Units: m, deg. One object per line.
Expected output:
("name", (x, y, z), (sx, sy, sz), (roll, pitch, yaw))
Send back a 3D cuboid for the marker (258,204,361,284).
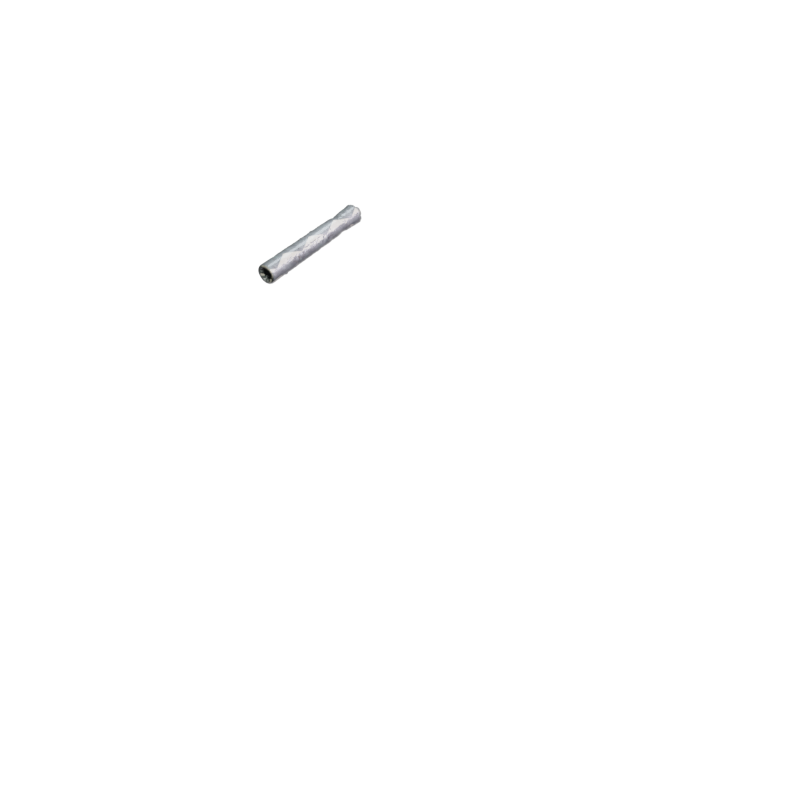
("marker", (-0.076, -0.139, 0.972), (0.021, 0.019, 0.122), (3, 35, 45))
